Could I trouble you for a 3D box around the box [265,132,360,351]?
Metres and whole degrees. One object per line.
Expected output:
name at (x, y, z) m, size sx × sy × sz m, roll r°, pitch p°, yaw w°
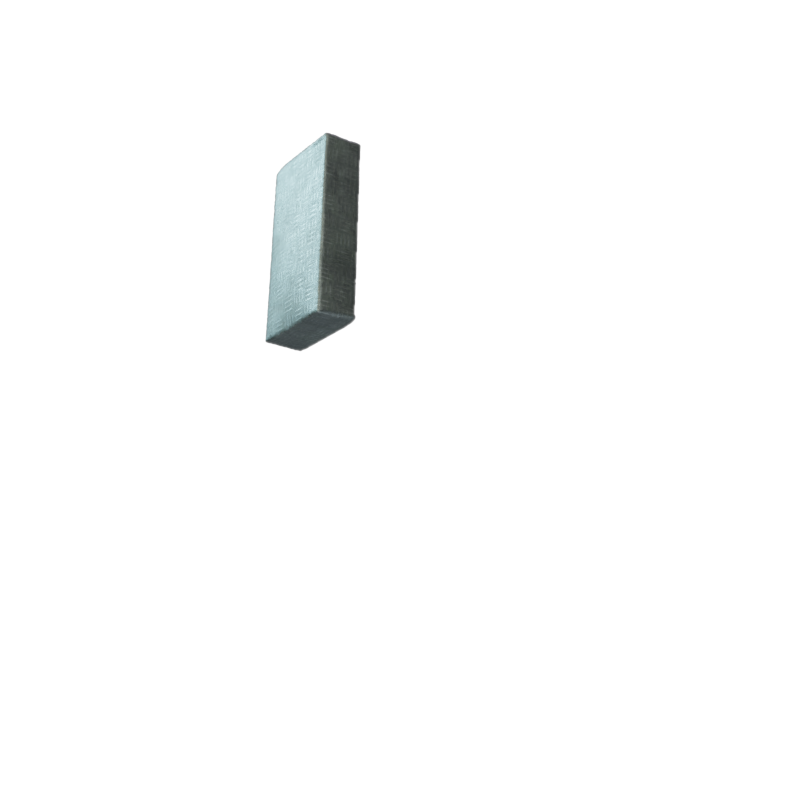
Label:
box at (-0.079, -0.143, 0.999) m, size 0.046 × 0.186 × 0.093 m, roll 15°, pitch -28°, yaw -33°
